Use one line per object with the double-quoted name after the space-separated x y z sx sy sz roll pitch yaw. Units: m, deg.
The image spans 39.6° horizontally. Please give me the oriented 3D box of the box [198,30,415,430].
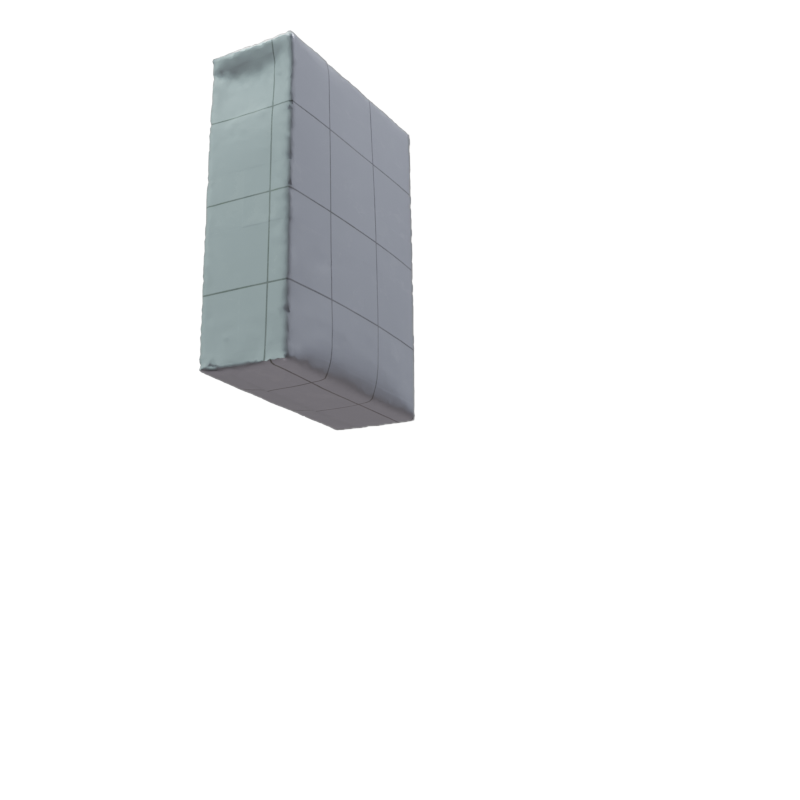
-0.056 -0.103 0.719 0.073 0.224 0.153 -13 -22 27 "box"
